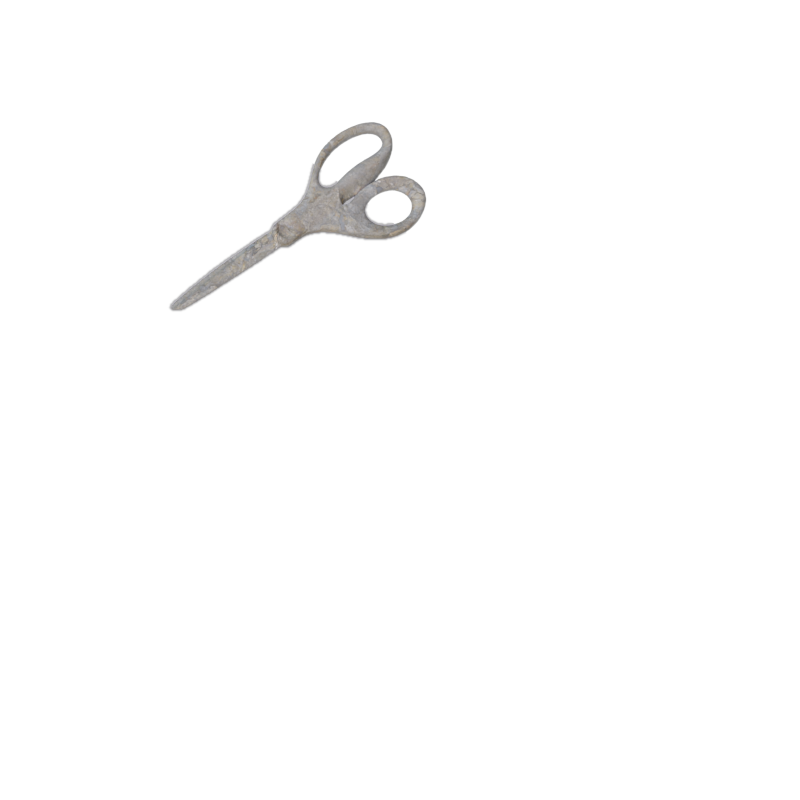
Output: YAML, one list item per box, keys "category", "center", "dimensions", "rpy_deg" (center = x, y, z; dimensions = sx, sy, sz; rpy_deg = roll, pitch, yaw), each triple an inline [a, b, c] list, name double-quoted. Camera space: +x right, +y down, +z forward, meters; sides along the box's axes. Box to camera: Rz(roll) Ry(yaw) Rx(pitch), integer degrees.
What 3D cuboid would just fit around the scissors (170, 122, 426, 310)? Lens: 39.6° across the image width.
- category: "scissors"
  center: [-0.062, -0.112, 0.788]
  dimensions: [0.099, 0.205, 0.015]
  rpy_deg: [36, -14, 11]
